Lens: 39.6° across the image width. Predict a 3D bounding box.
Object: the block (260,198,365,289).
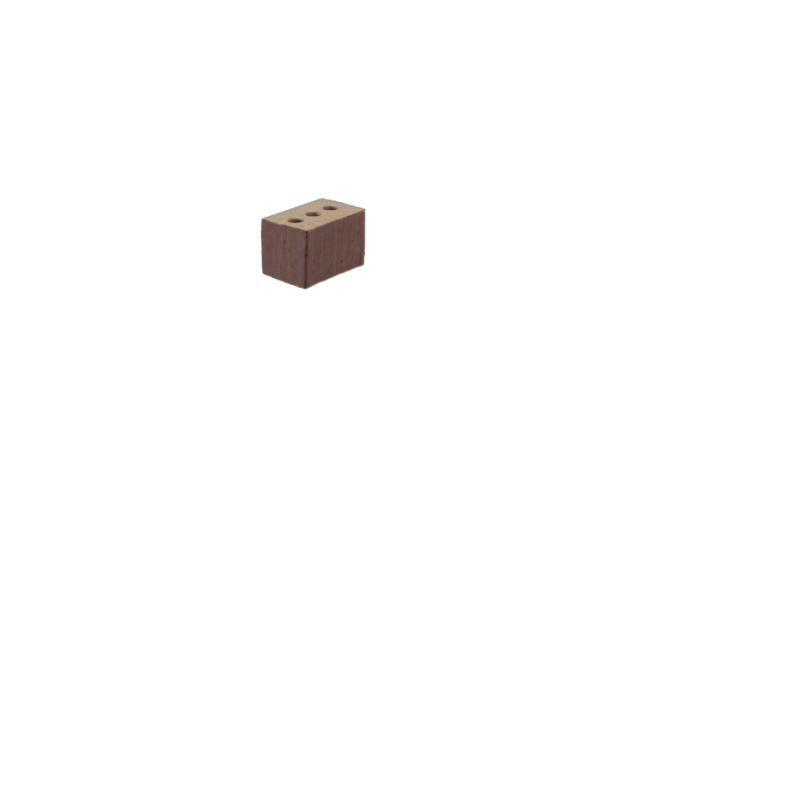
[{"bbox_3d":[-0.073,-0.133,0.933,0.056,0.049,0.077,19,31,34],"label":"block"}]
